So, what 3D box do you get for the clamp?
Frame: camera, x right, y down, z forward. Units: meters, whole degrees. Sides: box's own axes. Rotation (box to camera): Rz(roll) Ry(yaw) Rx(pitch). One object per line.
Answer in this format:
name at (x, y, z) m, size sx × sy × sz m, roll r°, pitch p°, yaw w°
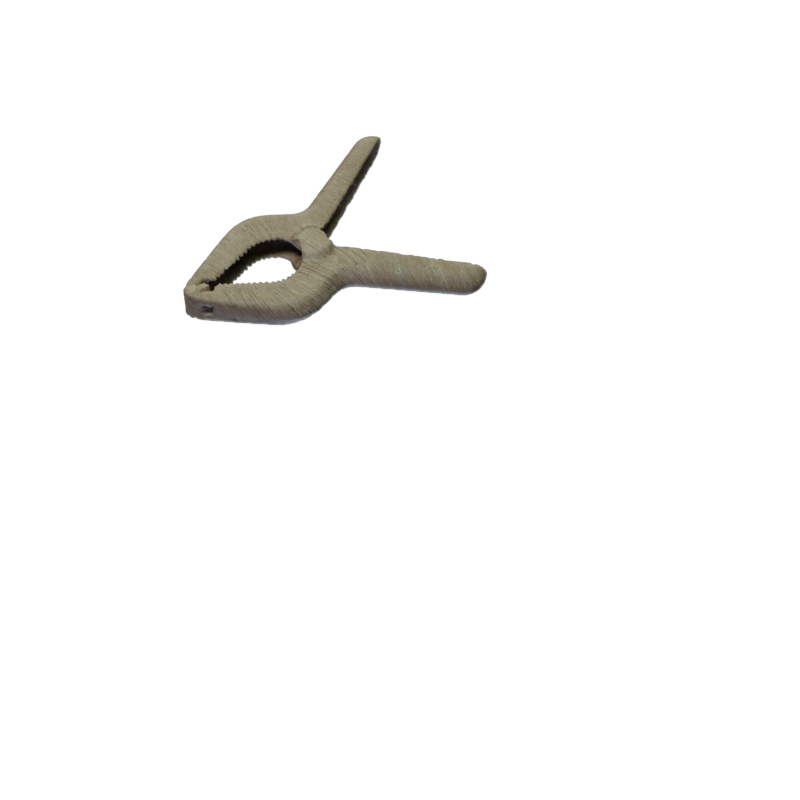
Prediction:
clamp at (-0.064, -0.117, 0.818) m, size 0.208 × 0.178 × 0.034 m, roll -18°, pitch -35°, yaw -14°
